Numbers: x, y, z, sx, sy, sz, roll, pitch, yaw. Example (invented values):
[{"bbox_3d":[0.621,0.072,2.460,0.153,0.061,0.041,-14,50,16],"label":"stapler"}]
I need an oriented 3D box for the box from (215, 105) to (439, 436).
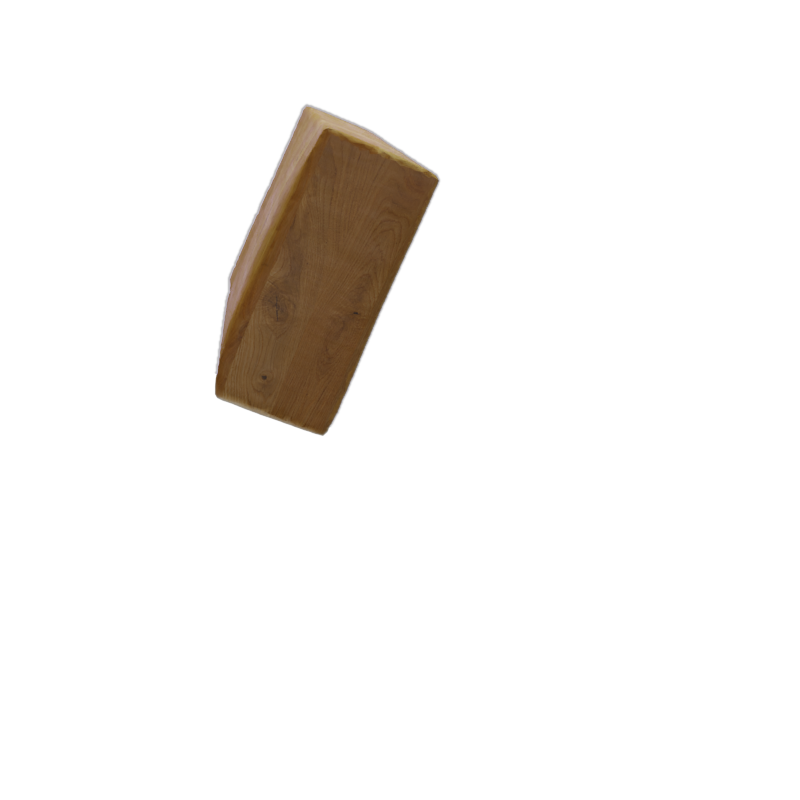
[{"bbox_3d":[-0.033,-0.061,0.426,0.047,0.092,0.182,23,13,-10],"label":"box"}]
